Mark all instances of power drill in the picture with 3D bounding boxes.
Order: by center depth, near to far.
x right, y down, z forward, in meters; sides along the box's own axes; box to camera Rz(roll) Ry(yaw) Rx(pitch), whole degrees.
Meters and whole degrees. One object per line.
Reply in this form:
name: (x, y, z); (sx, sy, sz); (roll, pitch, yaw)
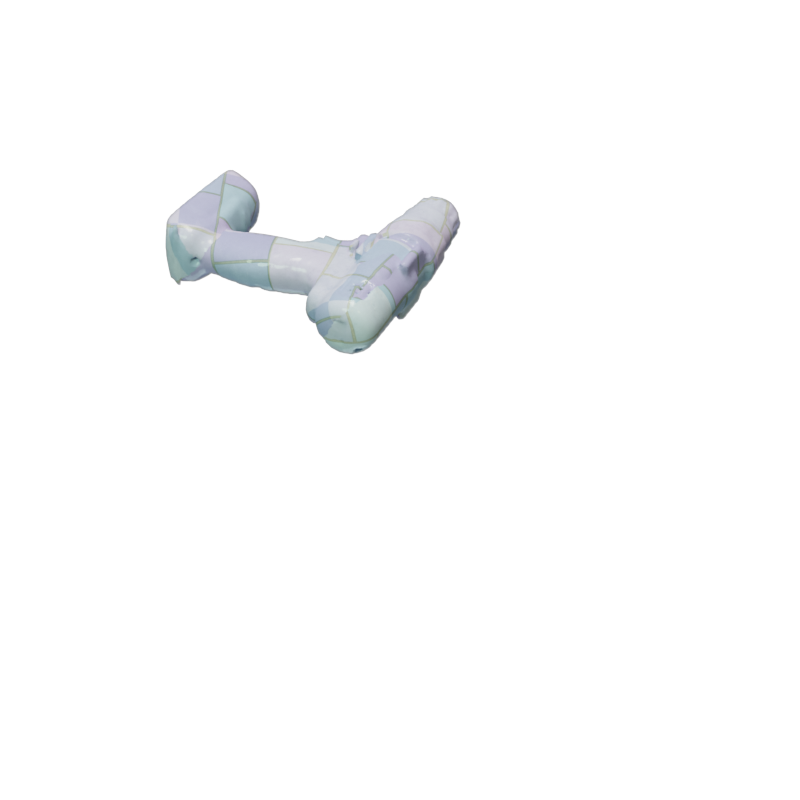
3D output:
power drill: (-0.065, -0.118, 0.827); (0.195, 0.054, 0.189); (16, 38, 21)
